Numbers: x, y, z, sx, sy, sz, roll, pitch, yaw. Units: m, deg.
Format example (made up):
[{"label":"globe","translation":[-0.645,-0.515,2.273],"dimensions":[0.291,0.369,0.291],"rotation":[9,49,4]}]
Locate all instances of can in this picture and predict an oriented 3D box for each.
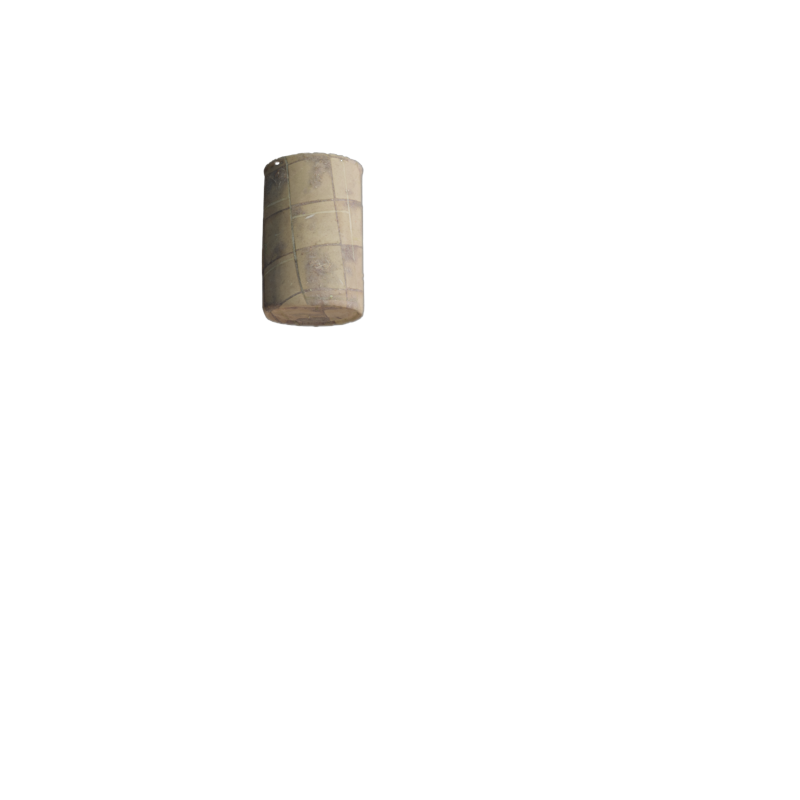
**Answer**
[{"label":"can","translation":[-0.058,-0.105,0.737],"dimensions":[0.068,0.106,0.066],"rotation":[0,-14,-2]}]
